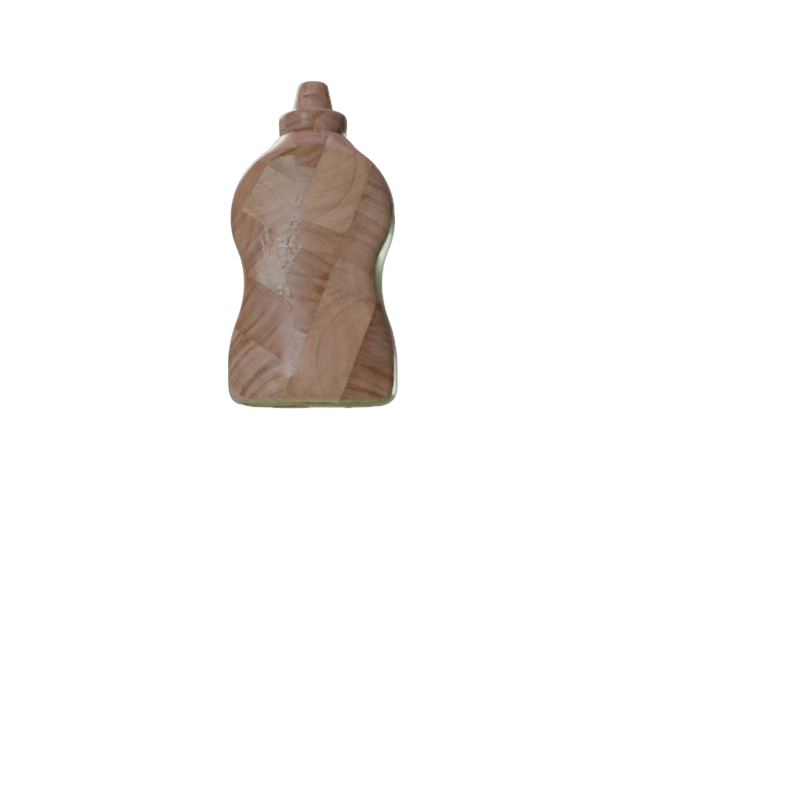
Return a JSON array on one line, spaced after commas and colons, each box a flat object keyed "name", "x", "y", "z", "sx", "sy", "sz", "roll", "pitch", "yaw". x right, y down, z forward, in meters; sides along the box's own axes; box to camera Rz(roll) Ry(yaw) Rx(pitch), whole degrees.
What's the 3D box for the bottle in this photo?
[{"name": "bottle", "x": -0.051, "y": -0.093, "z": 0.650, "sx": 0.097, "sy": 0.197, "sz": 0.056, "roll": -2, "pitch": -10, "yaw": 8}]
